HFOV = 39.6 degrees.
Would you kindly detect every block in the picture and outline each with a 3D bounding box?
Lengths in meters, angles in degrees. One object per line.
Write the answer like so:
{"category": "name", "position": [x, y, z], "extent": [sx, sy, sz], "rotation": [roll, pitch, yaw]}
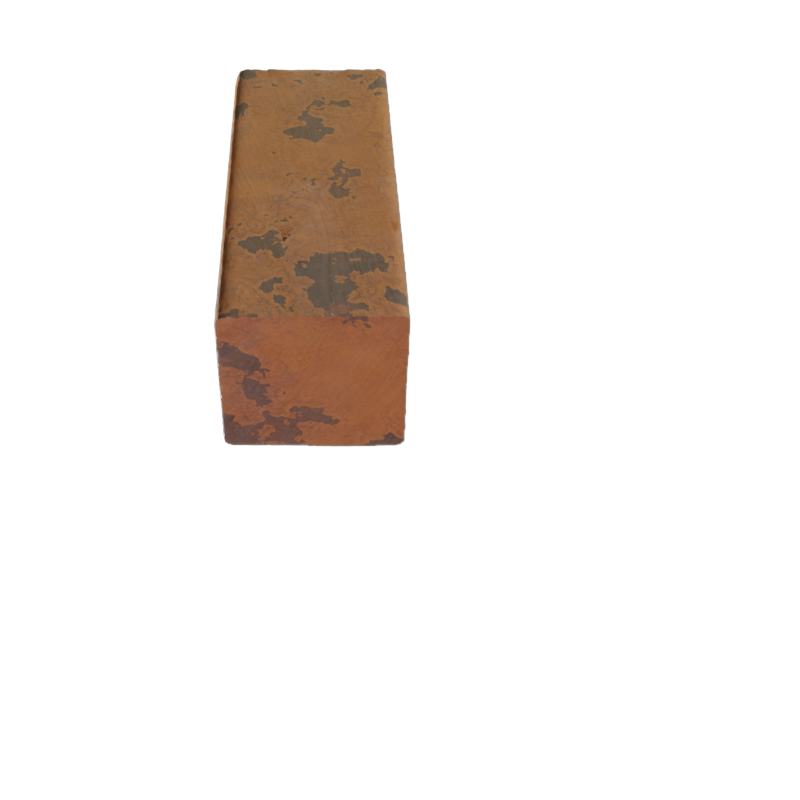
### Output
{"category": "block", "position": [-0.047, -0.084, 0.593], "extent": [0.090, 0.084, 0.221], "rotation": [-1, 45, -3]}
